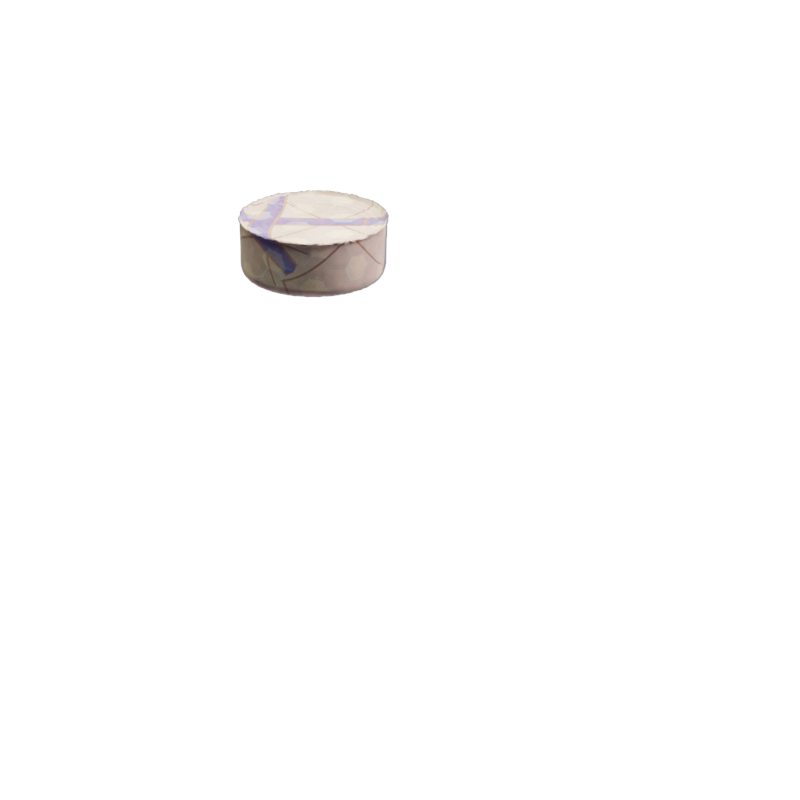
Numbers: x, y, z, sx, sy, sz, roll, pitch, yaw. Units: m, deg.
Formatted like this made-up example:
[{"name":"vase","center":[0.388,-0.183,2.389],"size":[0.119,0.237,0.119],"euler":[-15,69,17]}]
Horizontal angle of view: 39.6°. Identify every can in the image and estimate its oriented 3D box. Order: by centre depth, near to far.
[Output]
[{"name":"can","center":[-0.050,-0.091,0.639],"size":[0.086,0.032,0.091],"euler":[-1,28,-2]}]
